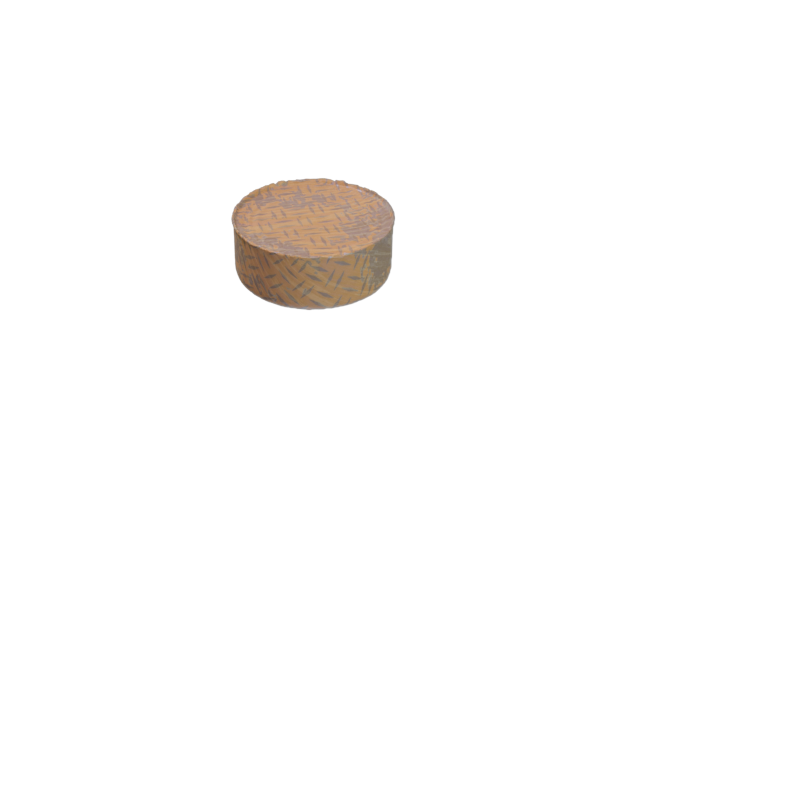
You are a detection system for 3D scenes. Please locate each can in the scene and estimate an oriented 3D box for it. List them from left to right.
[{"bbox_3d":[-0.046,-0.084,0.590,0.086,0.031,0.092,-1,36,-2],"label":"can"}]
